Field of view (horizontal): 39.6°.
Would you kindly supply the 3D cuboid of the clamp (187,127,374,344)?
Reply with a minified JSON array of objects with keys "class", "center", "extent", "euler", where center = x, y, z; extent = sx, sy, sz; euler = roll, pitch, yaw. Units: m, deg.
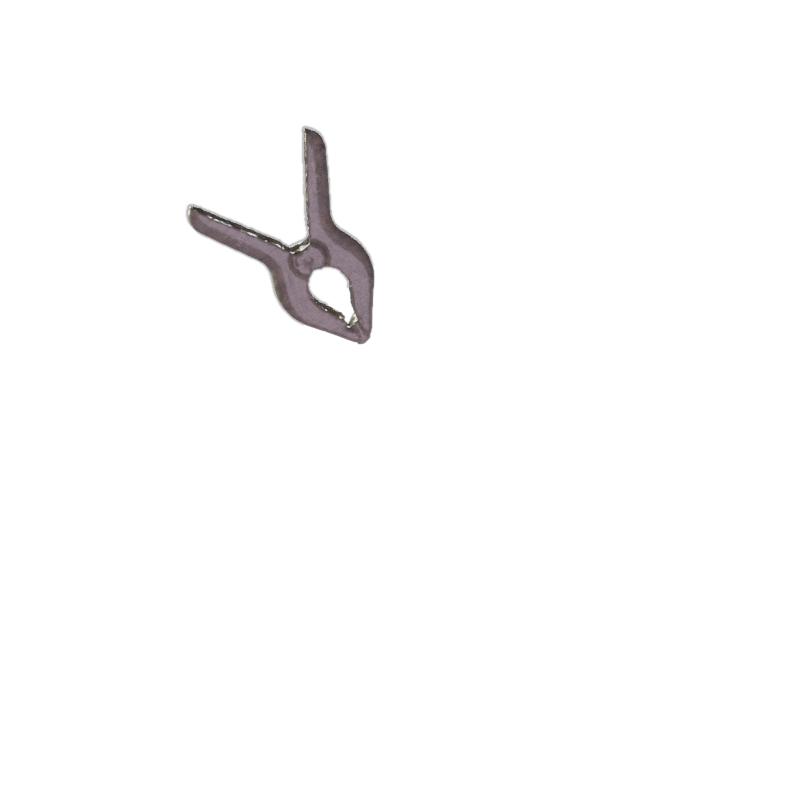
[{"class":"clamp","center":[-0.067,-0.123,0.861],"extent":[0.119,0.165,0.041],"euler":[-41,15,13]}]
